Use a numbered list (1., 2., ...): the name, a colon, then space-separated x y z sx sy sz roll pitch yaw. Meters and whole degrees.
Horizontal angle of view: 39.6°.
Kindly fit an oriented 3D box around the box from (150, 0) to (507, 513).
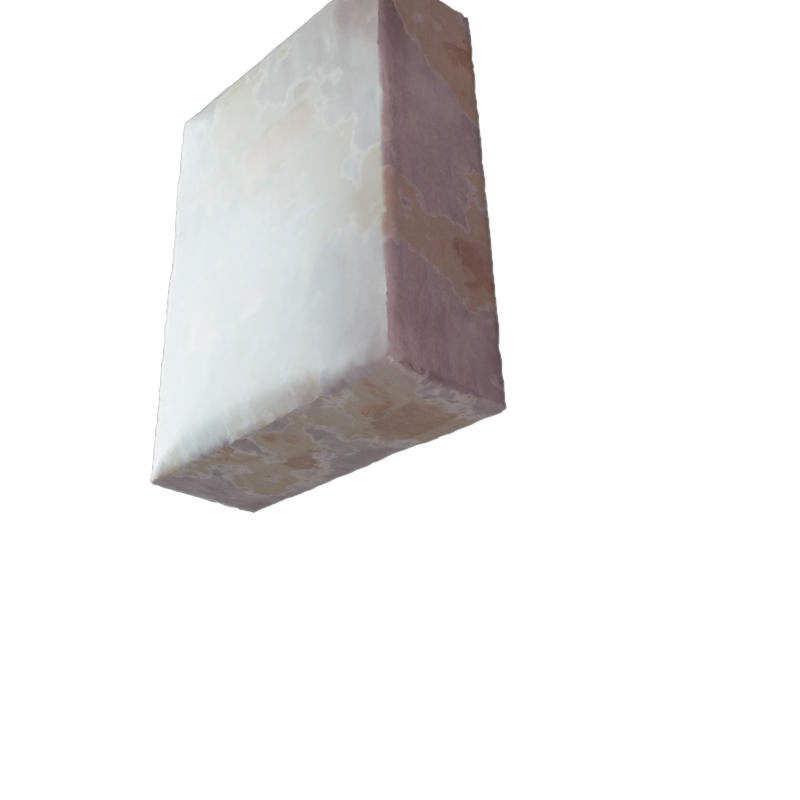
1. box: -0.041 -0.075 0.526 0.067 0.228 0.164 24 -38 -38
